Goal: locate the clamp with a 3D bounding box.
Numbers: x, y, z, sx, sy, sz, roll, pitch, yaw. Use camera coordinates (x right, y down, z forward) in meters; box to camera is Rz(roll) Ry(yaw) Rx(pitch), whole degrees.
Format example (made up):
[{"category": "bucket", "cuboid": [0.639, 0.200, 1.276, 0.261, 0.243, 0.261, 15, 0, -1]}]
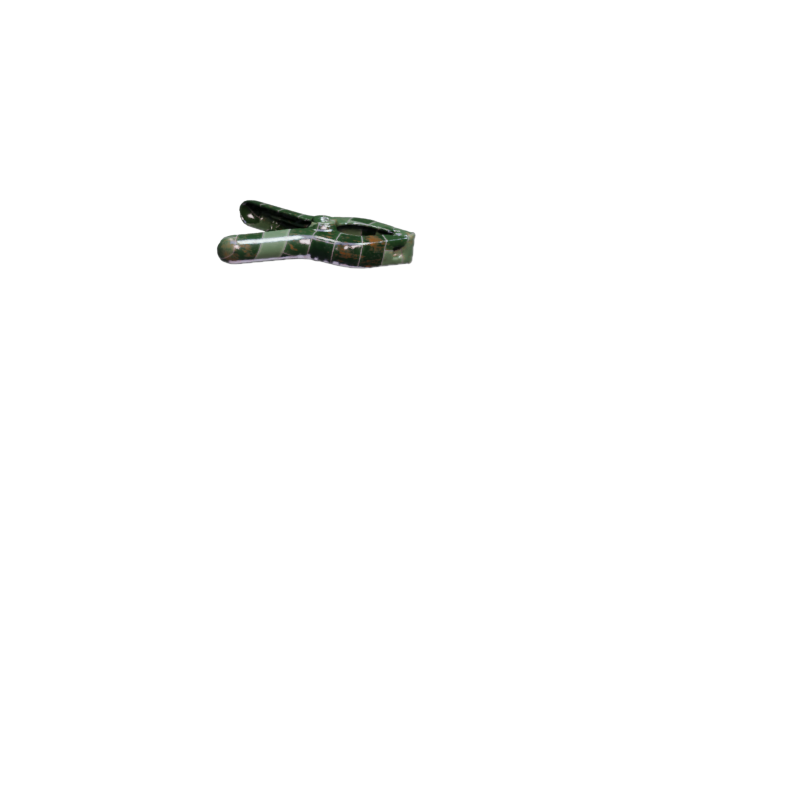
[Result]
[{"category": "clamp", "cuboid": [-0.076, -0.139, 0.971, 0.175, 0.037, 0.125, 8, 32, 12]}]
